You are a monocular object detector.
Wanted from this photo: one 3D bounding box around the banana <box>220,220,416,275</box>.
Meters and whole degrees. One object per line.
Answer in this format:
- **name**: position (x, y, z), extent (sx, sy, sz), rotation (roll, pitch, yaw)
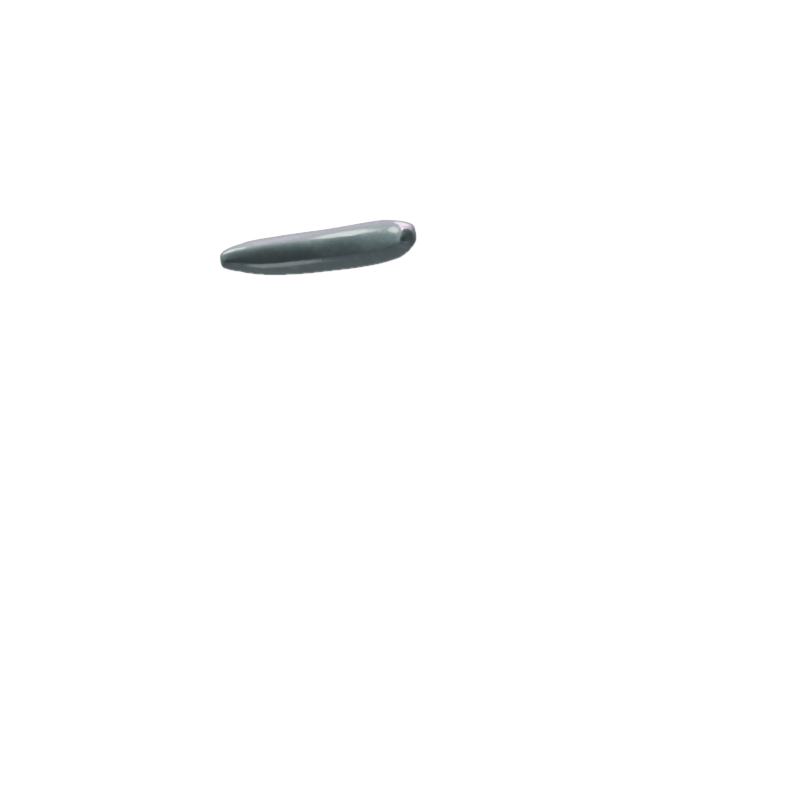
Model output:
- **banana**: position (-0.062, -0.135, 0.967), extent (0.203, 0.038, 0.066), rotation (-5, -10, 31)
